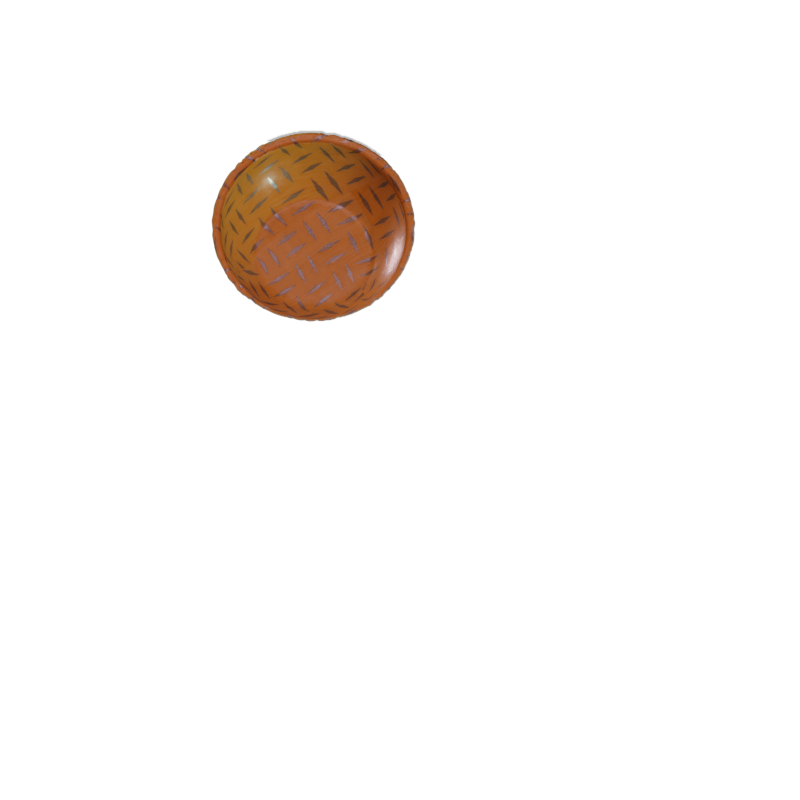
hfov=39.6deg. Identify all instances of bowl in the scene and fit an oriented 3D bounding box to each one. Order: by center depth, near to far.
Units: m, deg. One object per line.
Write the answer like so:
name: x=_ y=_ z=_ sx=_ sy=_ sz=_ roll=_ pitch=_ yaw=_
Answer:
bowl: x=-0.067 y=-0.122 z=0.858 sx=0.162 sy=0.154 sz=0.058 roll=1 pitch=24 yaw=-1
